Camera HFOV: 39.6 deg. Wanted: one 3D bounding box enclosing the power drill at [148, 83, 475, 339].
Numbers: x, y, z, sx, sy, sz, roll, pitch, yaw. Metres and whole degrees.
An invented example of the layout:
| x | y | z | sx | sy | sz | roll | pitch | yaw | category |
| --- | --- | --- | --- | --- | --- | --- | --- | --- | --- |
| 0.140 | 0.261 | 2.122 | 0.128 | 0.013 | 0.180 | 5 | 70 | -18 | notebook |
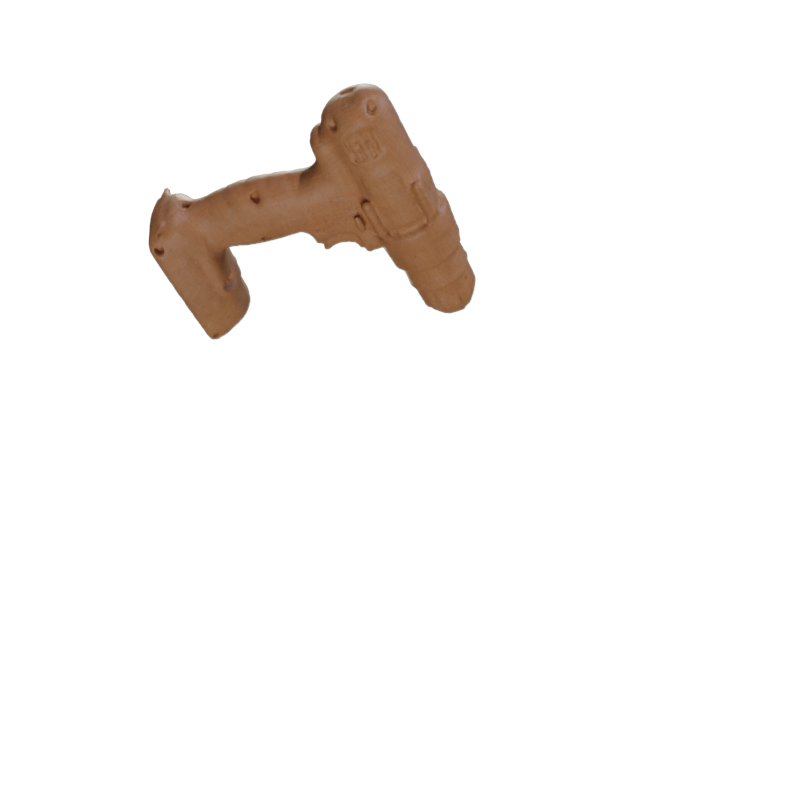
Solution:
| x | y | z | sx | sy | sz | roll | pitch | yaw | category |
| --- | --- | --- | --- | --- | --- | --- | --- | --- | --- |
| -0.058 | -0.106 | 0.744 | 0.188 | 0.171 | 0.061 | -20 | 35 | 14 | power drill |
